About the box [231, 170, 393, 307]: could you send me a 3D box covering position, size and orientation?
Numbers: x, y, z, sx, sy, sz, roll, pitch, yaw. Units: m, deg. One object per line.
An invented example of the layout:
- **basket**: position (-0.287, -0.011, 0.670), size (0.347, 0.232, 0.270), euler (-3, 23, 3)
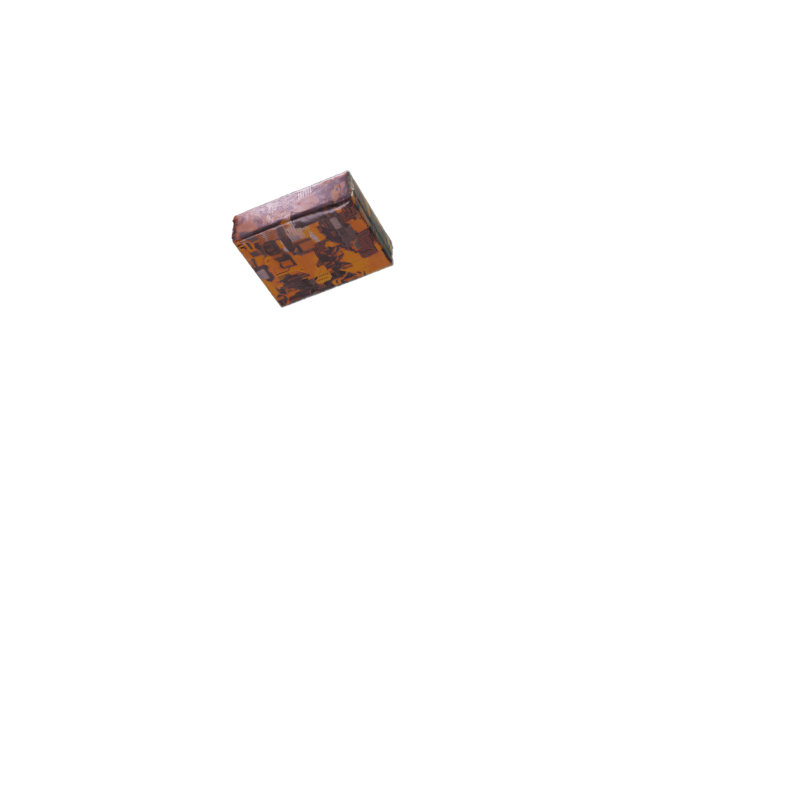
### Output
- **box**: position (-0.074, -0.135, 0.945), size (0.114, 0.042, 0.083), euler (-17, -45, 18)
